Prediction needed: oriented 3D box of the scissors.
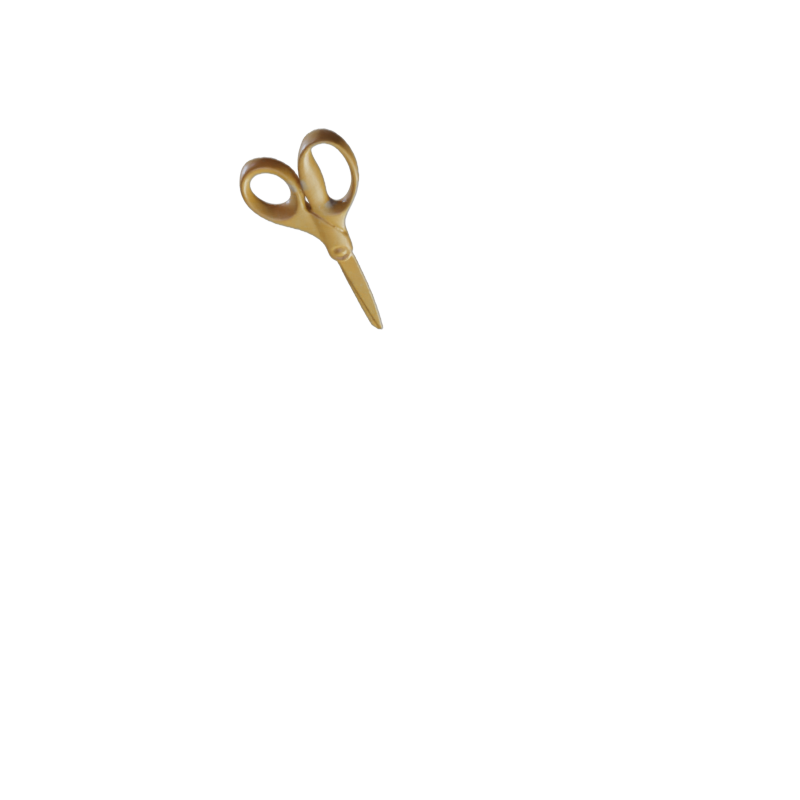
[{"bbox_3d":[-0.066,-0.120,0.843,0.096,0.017,0.187,-2,-45,2],"label":"scissors"}]
